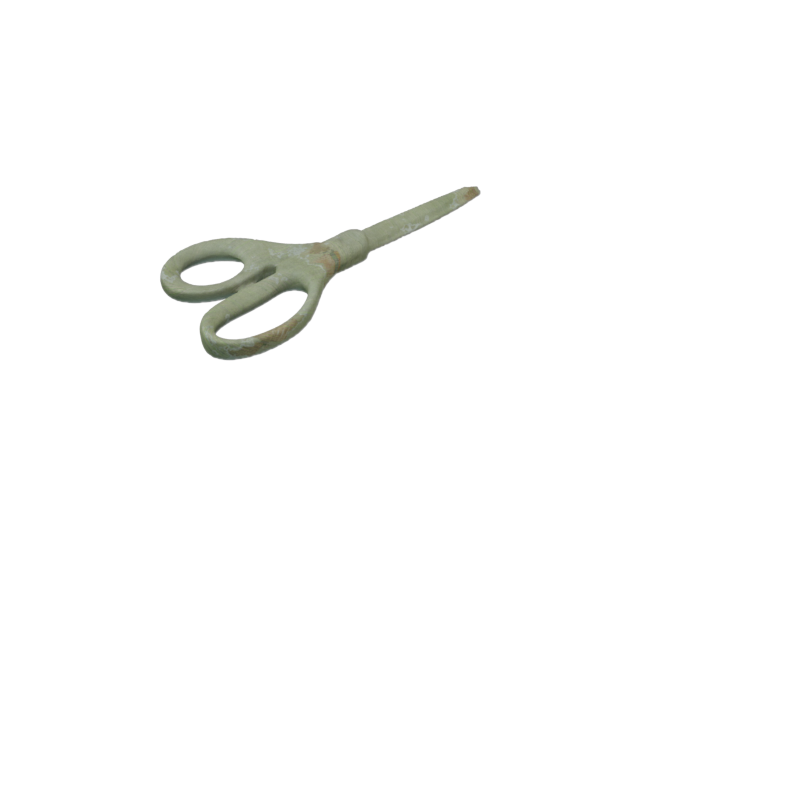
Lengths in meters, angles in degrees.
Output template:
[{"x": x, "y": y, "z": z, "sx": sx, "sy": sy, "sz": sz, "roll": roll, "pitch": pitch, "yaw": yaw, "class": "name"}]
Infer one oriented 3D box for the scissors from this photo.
[{"x": -0.048, "y": -0.087, "z": 0.609, "sx": 0.101, "sy": 0.015, "sz": 0.205, "roll": 24, "pitch": 46, "yaw": 25, "class": "scissors"}]
